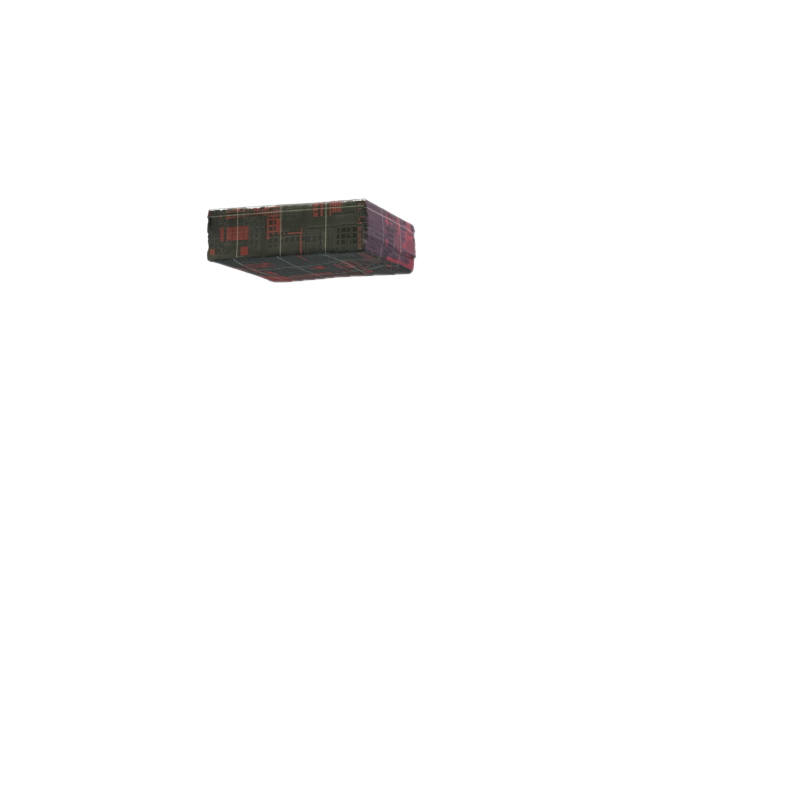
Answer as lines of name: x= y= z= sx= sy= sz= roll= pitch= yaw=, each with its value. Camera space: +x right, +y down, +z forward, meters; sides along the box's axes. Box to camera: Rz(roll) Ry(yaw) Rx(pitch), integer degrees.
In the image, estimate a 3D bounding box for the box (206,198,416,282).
box: x=-0.057 y=-0.104 z=0.727 sx=0.116 sy=0.040 sz=0.086 roll=-2 pitch=-5 yaw=22
